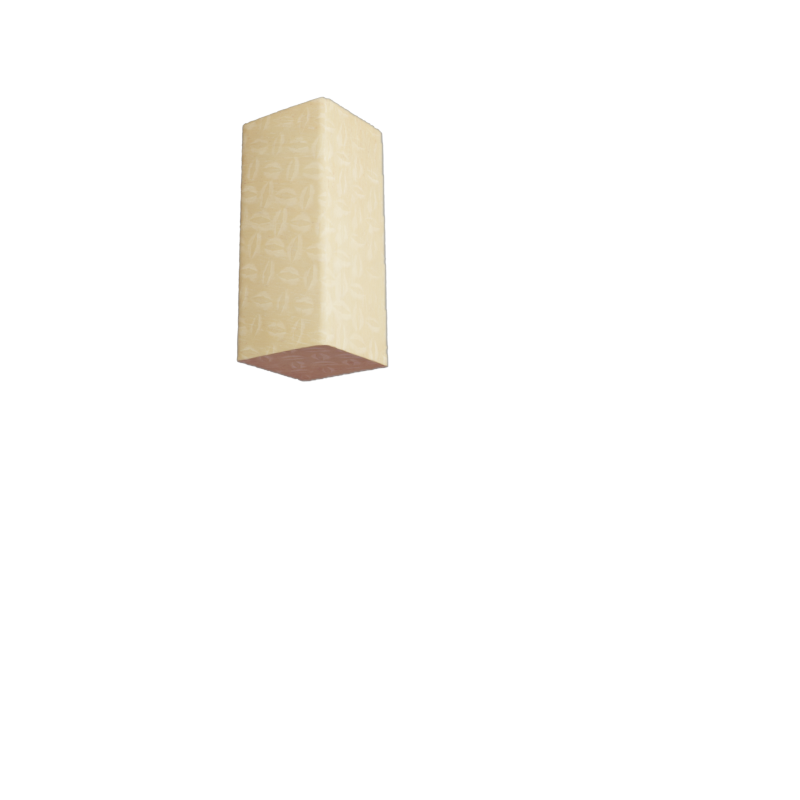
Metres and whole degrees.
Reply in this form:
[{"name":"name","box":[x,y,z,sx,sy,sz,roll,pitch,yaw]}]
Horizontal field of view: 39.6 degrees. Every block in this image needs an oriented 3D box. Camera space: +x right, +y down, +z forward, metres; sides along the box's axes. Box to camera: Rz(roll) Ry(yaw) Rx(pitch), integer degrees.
[{"name":"block","box":[-0.071,-0.130,0.910,0.092,0.216,0.085,-14,-22,32]}]
